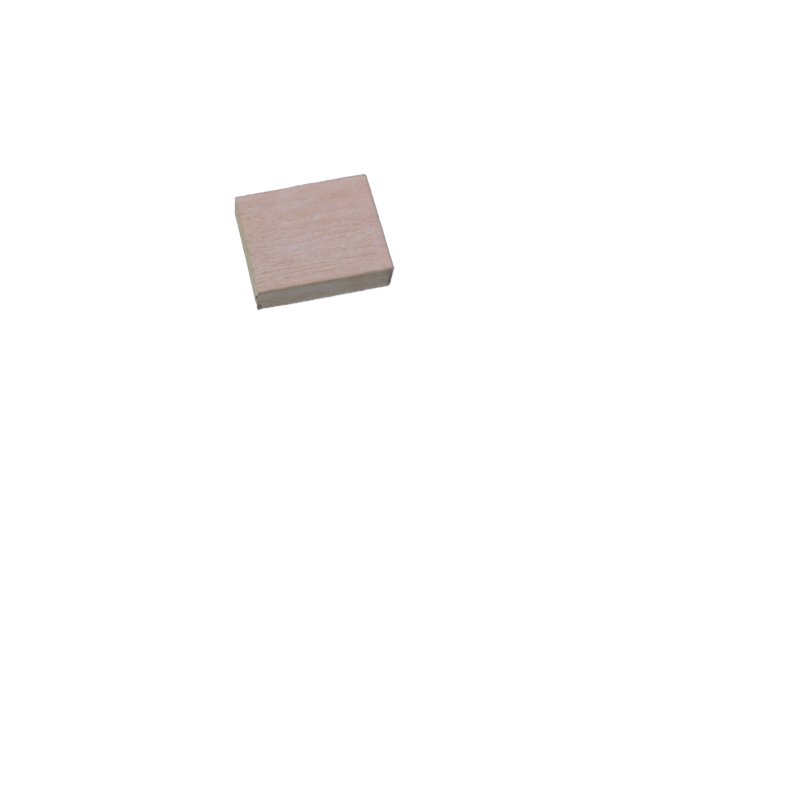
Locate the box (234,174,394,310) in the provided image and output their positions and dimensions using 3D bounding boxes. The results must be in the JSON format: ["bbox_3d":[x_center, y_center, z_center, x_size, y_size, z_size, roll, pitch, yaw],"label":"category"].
[{"bbox_3d":[-0.070,-0.127,0.891,0.113,0.096,0.037,-13,-26,-7],"label":"box"}]
